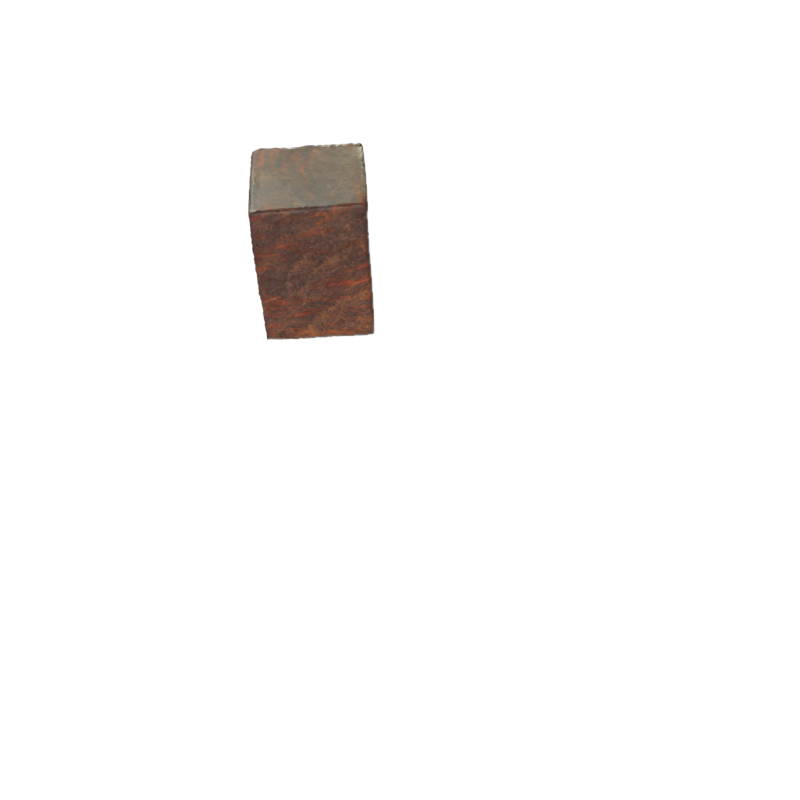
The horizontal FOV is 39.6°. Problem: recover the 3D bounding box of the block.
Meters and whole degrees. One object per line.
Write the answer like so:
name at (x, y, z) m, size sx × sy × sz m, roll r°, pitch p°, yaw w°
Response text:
block at (-0.040, -0.073, 0.513) m, size 0.053 × 0.072 × 0.055 m, roll -3°, pitch 42°, yaw 0°
